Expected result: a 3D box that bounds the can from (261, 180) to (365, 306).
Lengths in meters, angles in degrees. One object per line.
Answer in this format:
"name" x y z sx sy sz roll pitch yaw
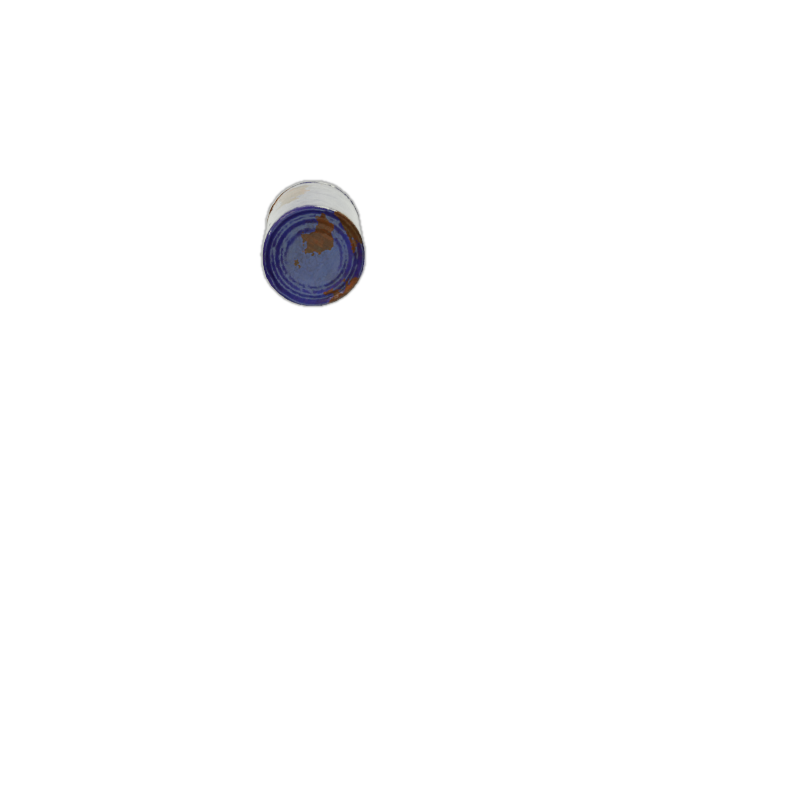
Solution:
"can" -0.059 -0.107 0.748 0.068 0.066 0.106 0 17 -3
